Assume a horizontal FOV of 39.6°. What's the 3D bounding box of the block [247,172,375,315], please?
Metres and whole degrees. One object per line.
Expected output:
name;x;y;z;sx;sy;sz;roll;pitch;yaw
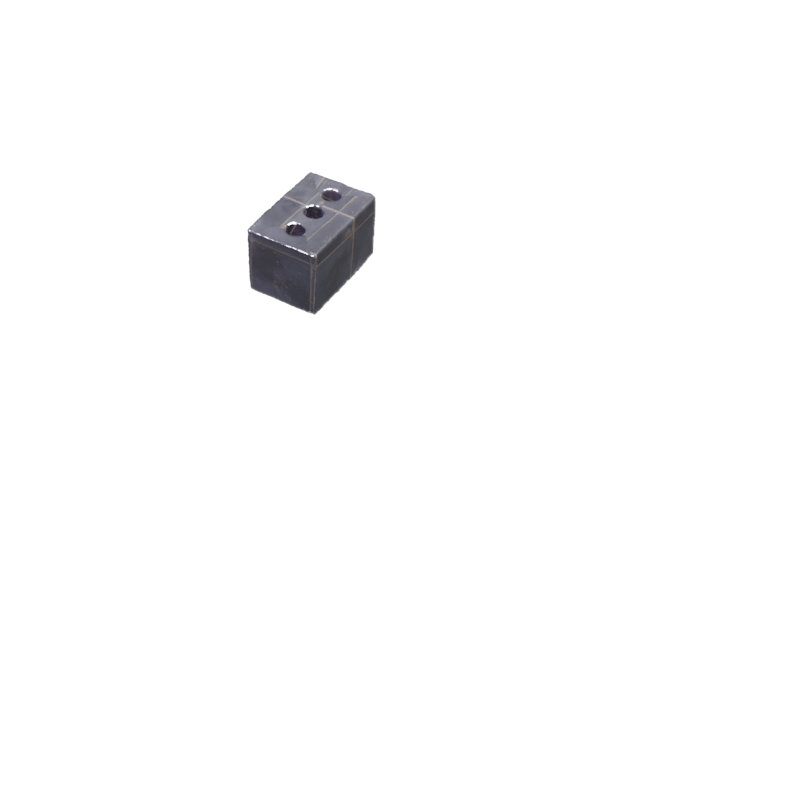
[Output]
block;-0.057;-0.104;0.730;0.055;0.048;0.080;22;47;20
